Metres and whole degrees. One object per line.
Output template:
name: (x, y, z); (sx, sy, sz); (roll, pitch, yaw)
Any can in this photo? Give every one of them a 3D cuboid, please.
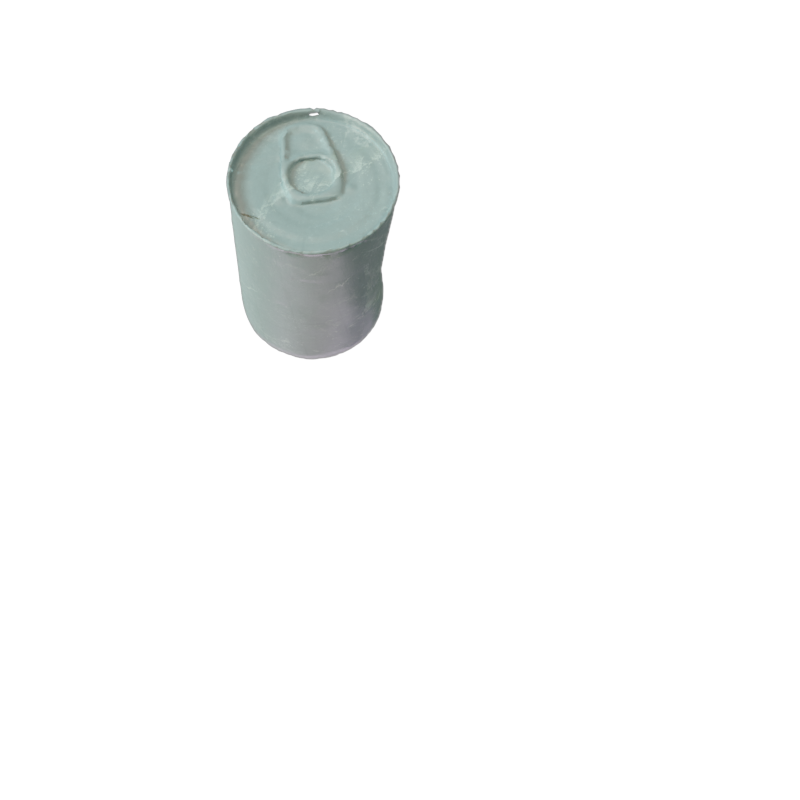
can: (-0.037, -0.068, 0.476); (0.068, 0.073, 0.097); (0, -25, -3)
